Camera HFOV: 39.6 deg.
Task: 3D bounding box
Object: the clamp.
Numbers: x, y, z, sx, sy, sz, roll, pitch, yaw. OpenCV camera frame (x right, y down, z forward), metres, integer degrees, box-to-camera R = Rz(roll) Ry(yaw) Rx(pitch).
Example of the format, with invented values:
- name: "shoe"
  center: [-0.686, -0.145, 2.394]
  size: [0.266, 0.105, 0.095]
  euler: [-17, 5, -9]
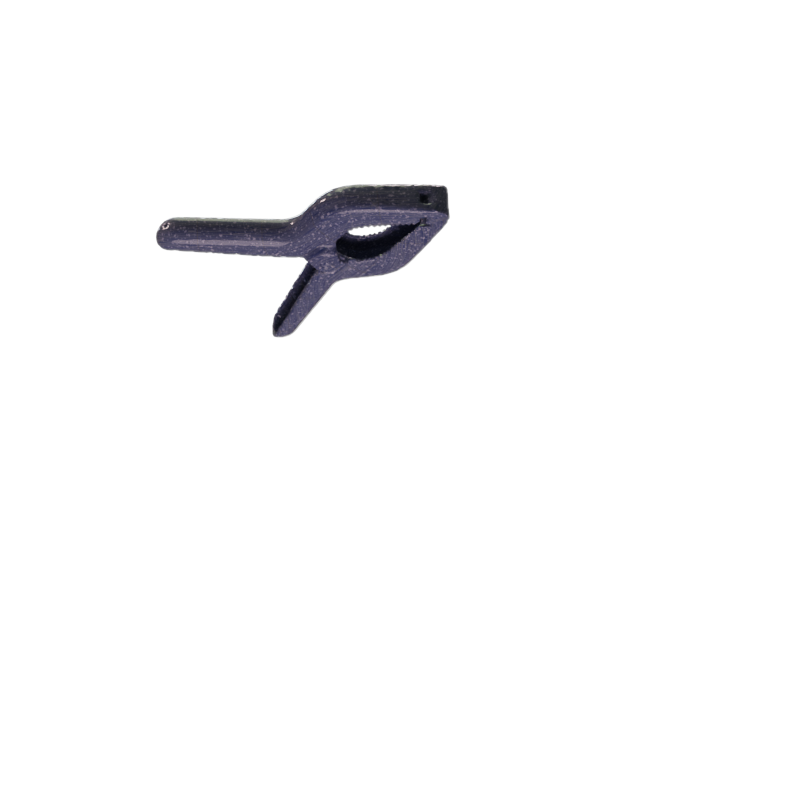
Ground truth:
- name: "clamp"
  center: [-0.064, -0.118, 0.824]
  size: [0.211, 0.039, 0.153]
  euler: [-21, -36, 32]
